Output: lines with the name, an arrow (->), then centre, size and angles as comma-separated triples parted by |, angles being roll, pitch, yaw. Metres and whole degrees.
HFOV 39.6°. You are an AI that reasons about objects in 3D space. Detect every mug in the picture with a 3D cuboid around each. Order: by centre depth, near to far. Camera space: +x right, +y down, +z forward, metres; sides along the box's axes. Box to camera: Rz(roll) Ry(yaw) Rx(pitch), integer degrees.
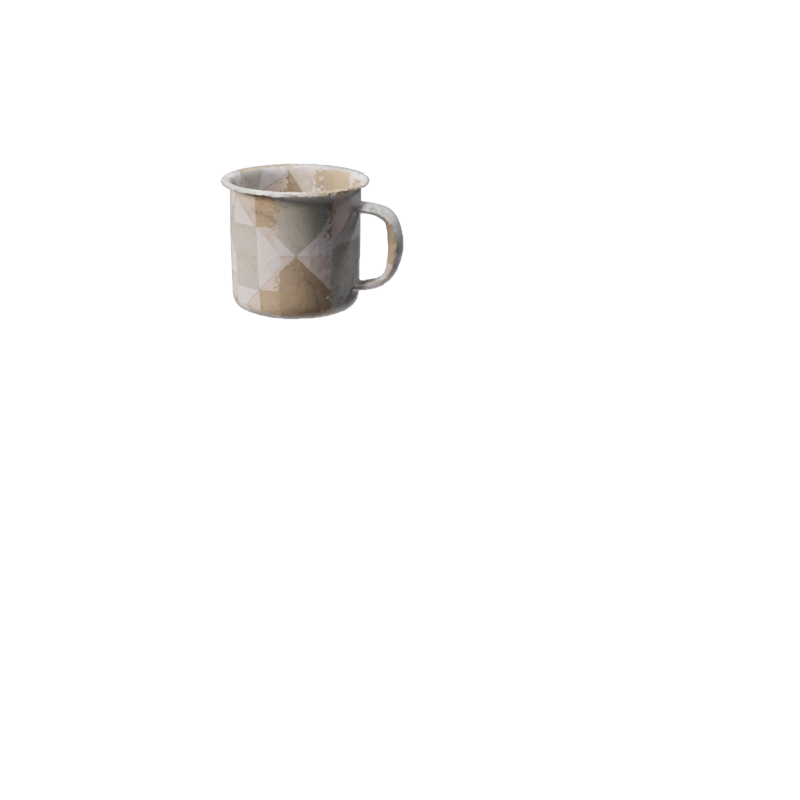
mug -> -0.055, -0.100, 0.699 | 0.120, 0.078, 0.095 | 7, 20, 16
